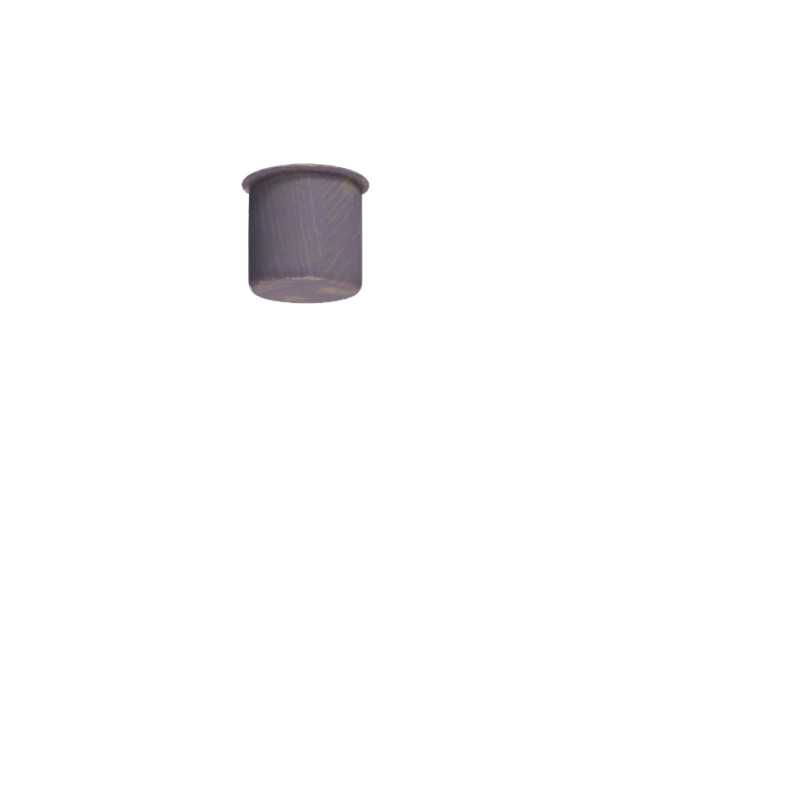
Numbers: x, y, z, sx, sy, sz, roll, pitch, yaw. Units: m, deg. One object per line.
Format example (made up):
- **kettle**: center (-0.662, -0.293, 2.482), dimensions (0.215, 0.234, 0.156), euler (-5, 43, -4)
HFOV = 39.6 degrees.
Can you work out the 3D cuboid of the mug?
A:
- **mug**: center (-0.063, -0.115, 0.806), dimensions (0.095, 0.084, 0.111), euler (-6, -12, 25)
